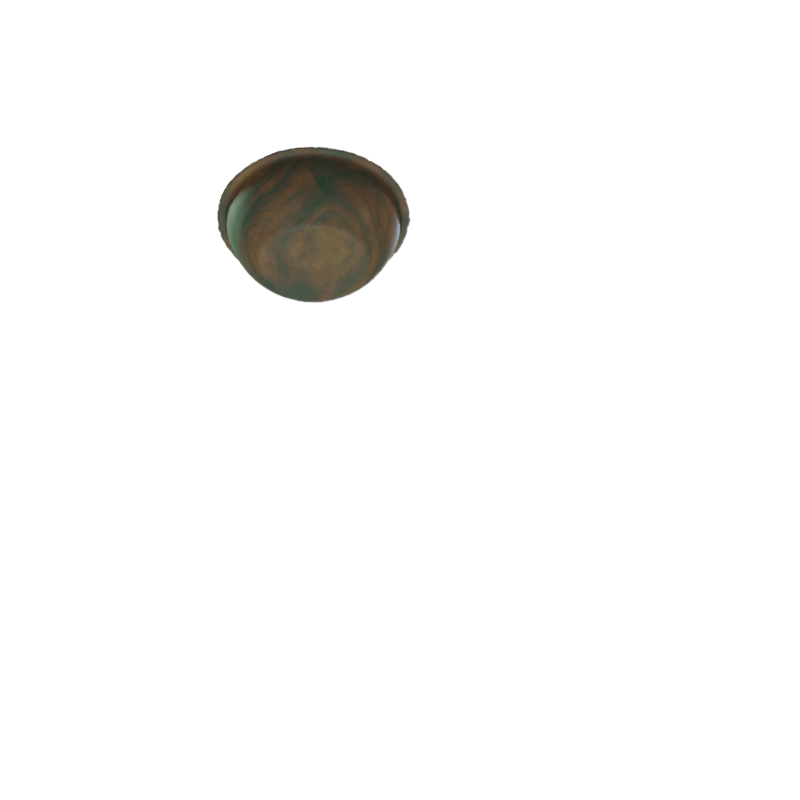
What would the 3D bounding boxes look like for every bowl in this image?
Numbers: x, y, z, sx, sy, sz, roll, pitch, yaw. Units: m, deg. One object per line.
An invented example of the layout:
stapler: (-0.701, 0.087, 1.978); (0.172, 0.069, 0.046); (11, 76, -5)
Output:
bowl: (-0.072, -0.131, 0.915); (0.162, 0.059, 0.151); (1, -41, -1)
